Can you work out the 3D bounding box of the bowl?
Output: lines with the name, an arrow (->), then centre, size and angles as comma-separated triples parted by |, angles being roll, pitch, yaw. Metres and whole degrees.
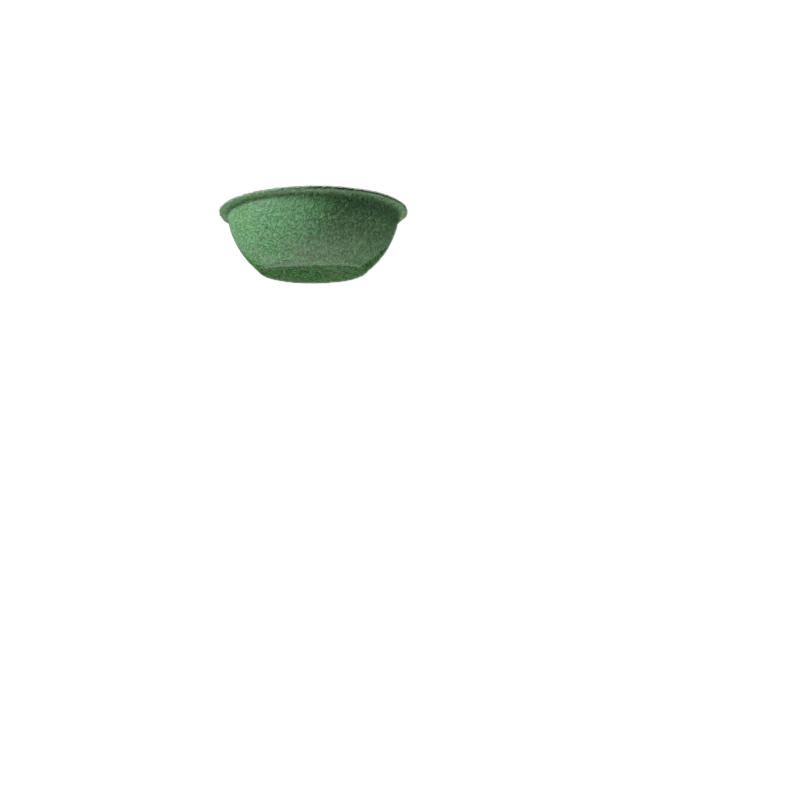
bowl -> -0.074, -0.135, 0.945 | 0.162, 0.056, 0.158 | 0, -7, -2
